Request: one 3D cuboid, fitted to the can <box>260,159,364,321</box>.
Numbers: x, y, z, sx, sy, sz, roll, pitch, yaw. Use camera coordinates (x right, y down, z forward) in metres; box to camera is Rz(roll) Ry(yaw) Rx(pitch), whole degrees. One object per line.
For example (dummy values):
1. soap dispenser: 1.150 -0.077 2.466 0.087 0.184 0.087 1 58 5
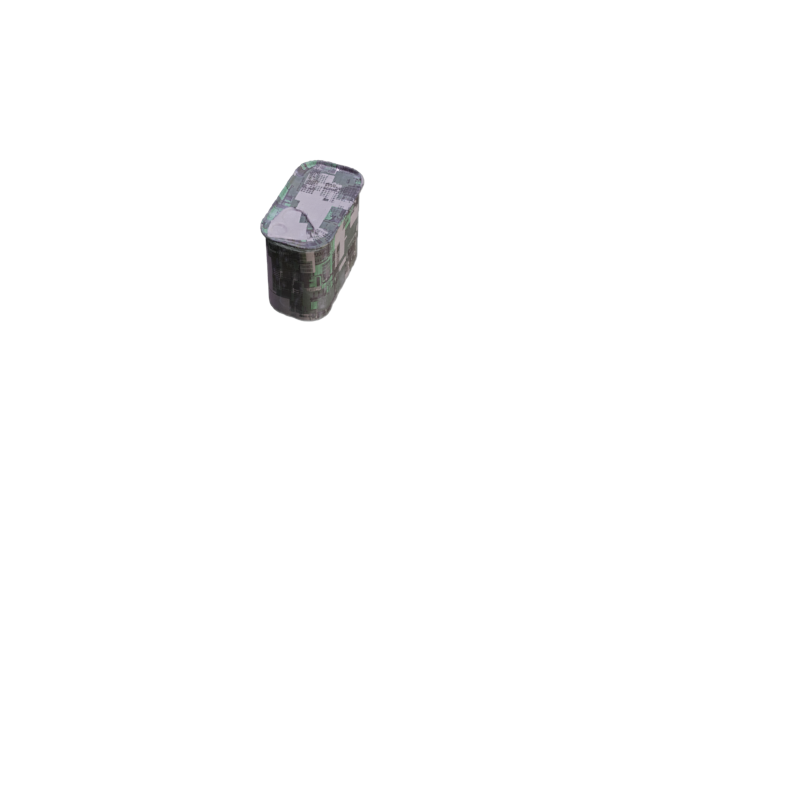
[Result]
1. can: -0.069 -0.125 0.878 0.059 0.106 0.078 15 -42 11
